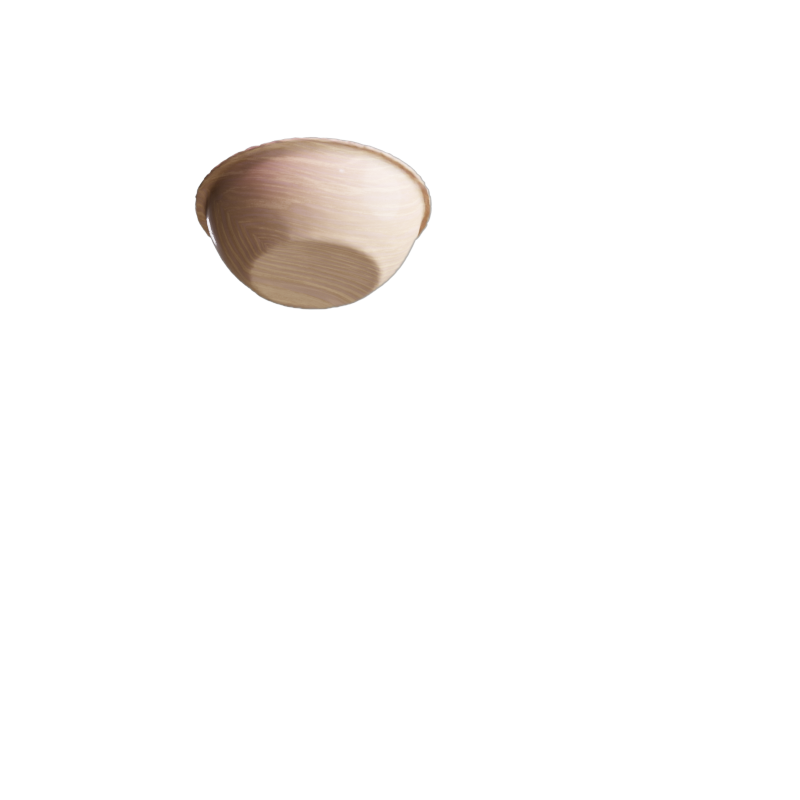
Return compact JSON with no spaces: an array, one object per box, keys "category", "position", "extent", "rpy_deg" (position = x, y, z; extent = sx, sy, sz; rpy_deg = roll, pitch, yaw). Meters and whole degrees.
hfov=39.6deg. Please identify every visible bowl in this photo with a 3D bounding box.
[{"category":"bowl","position":[-0.058,-0.106,0.742],"extent":[0.162,0.059,0.153],"rpy_deg":[1,-27,-2]}]
